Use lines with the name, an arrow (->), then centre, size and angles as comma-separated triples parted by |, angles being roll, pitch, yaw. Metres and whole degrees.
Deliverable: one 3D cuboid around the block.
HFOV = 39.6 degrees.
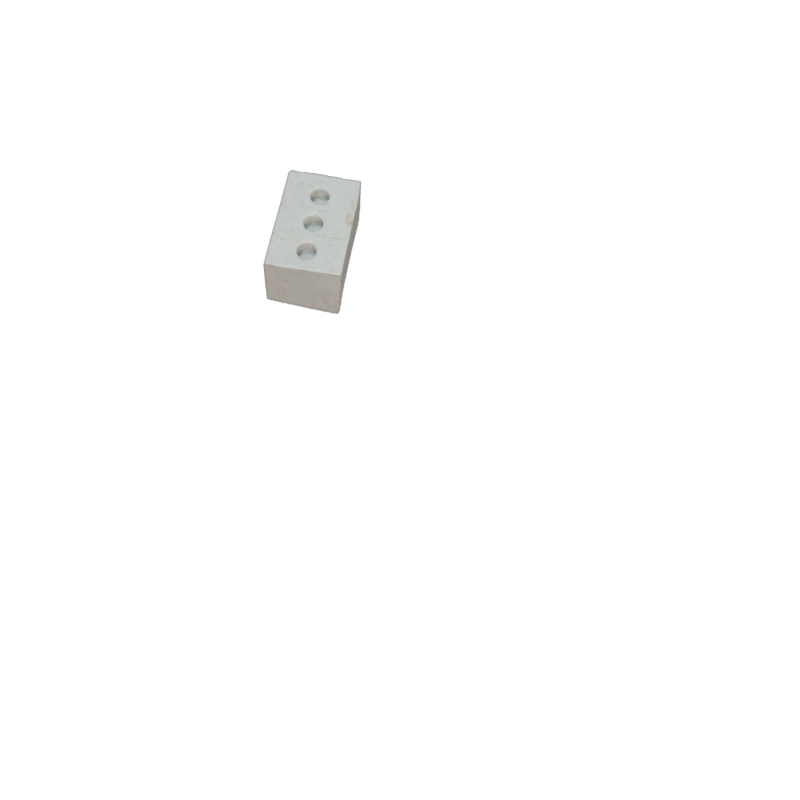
block -> -0.059, -0.108, 0.756 | 0.053, 0.082, 0.048 | 9, -28, 3
